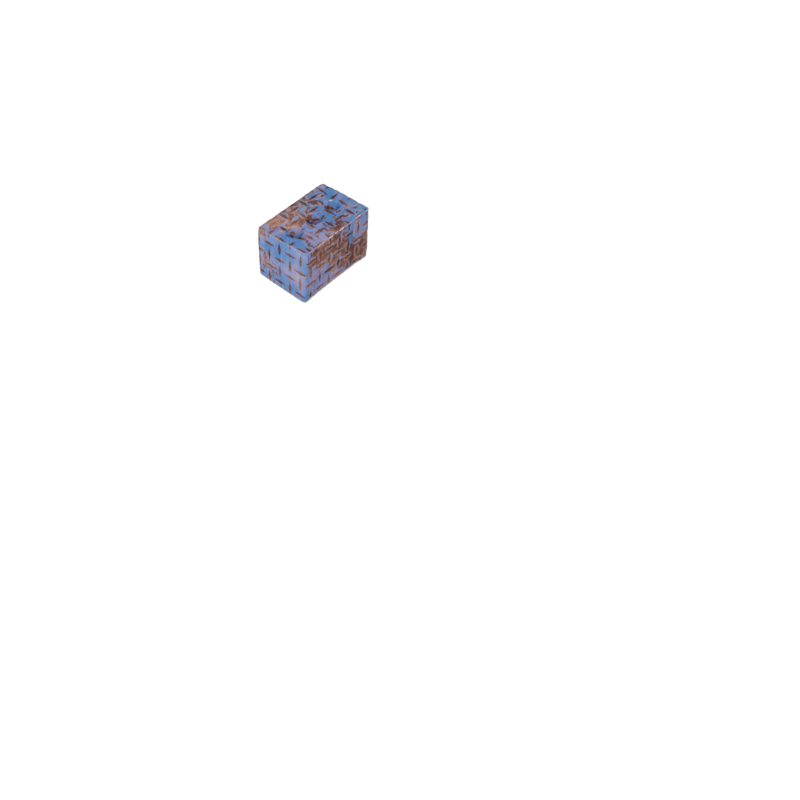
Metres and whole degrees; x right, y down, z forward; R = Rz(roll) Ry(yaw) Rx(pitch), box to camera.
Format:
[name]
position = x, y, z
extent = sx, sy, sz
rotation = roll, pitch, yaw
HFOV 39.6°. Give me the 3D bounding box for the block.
[block]
position = -0.070, -0.127, 0.892
extent = 0.056, 0.048, 0.079
rotation = 30, 52, 25
